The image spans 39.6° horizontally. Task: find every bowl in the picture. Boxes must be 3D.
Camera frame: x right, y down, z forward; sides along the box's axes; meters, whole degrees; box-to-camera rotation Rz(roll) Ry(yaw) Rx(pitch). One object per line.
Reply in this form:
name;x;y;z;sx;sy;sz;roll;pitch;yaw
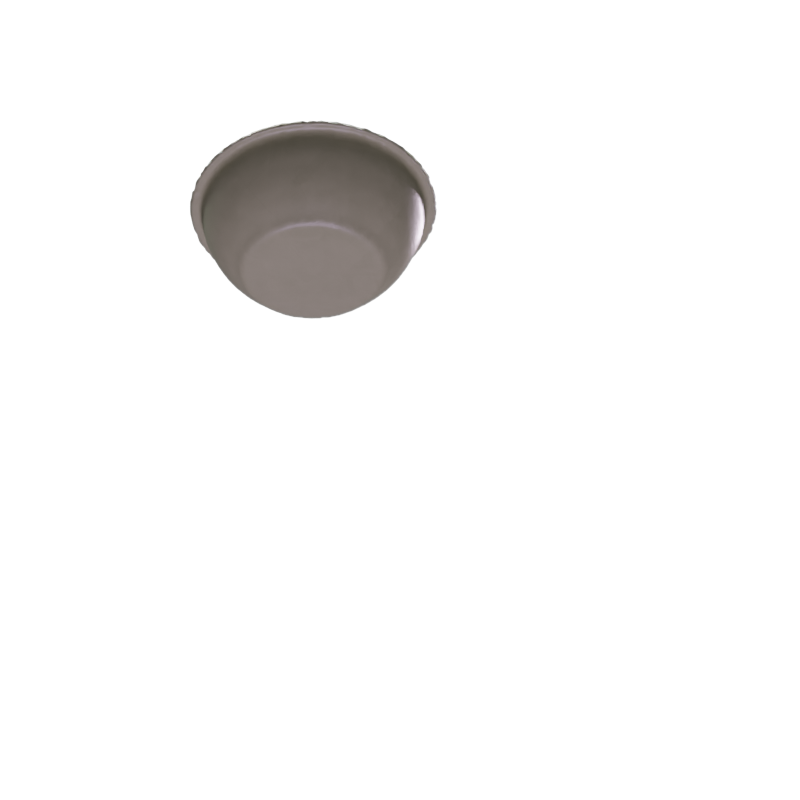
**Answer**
bowl;-0.056;-0.102;0.714;0.162;0.059;0.151;1;-38;-1
